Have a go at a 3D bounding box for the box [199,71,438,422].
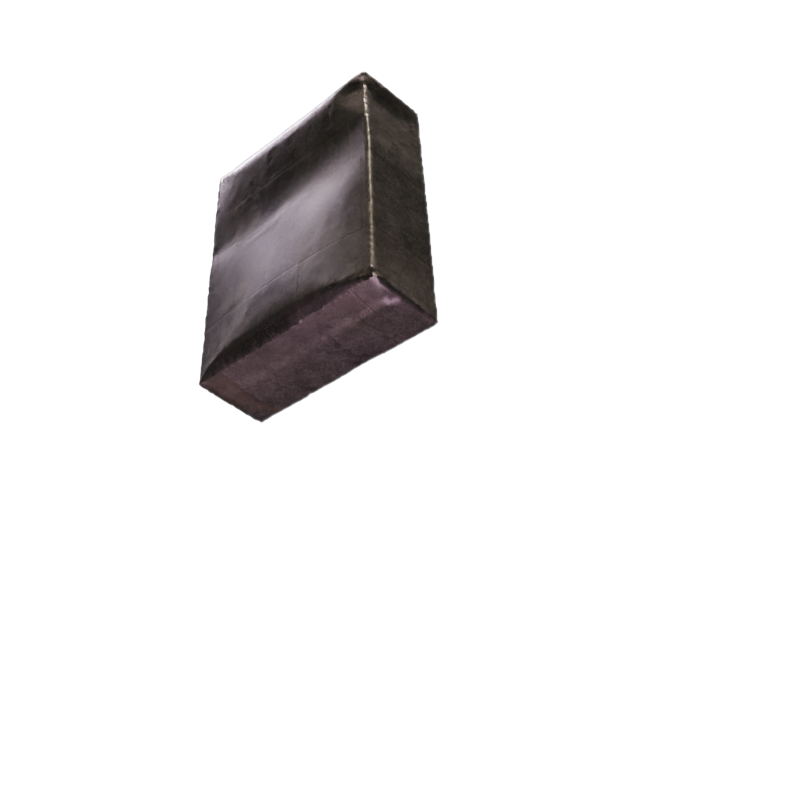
[{"bbox_3d":[-0.063,-0.115,0.805,0.163,0.229,0.067,-30,-47,29],"label":"box"}]
